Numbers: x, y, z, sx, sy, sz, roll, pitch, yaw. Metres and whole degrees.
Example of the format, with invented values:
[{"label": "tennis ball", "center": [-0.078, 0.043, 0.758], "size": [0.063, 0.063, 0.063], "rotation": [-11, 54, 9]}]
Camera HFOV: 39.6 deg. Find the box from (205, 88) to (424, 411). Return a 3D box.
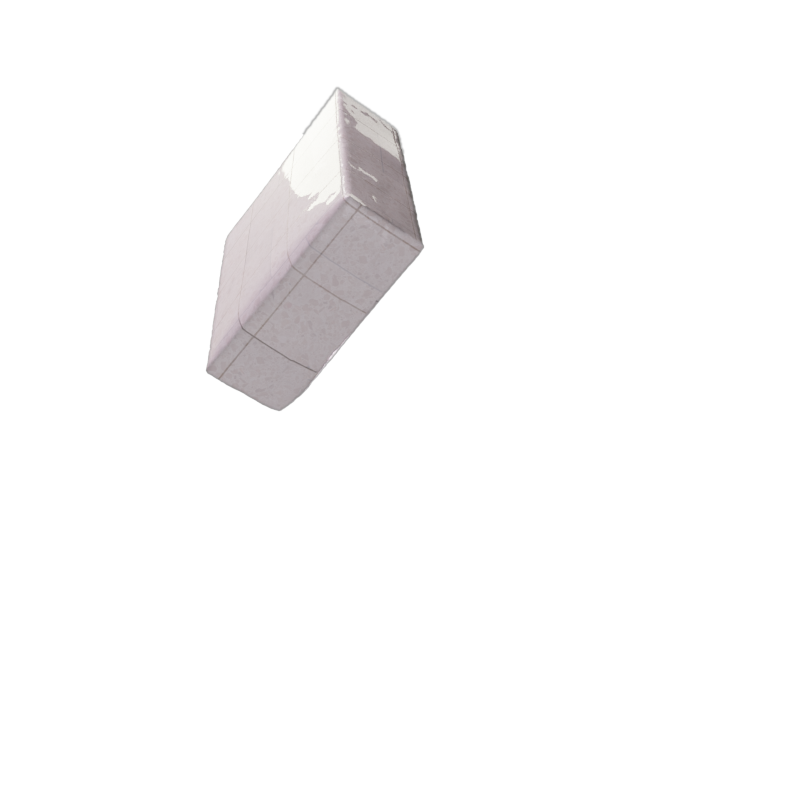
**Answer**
[{"label": "box", "center": [-0.064, -0.117, 0.820], "size": [0.069, 0.161, 0.227], "rotation": [33, 24, -21]}]
